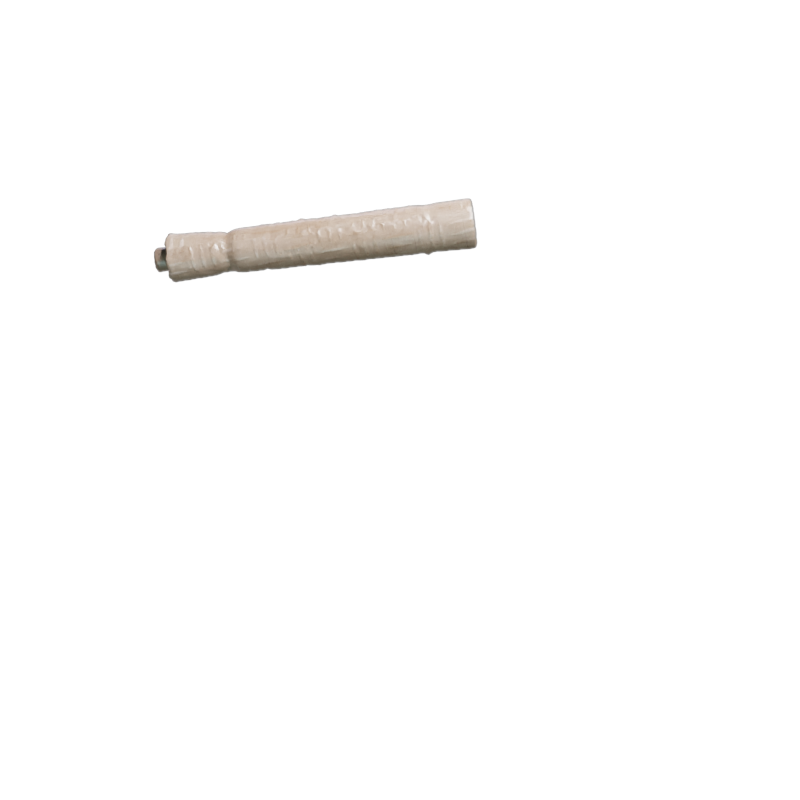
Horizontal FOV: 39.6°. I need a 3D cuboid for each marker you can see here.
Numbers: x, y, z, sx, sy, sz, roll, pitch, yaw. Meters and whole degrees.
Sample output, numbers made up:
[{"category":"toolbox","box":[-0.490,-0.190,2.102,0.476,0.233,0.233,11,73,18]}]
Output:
[{"category":"marker","box":[-0.033,-0.060,0.417,0.122,0.020,0.020,-6,4,5]}]
